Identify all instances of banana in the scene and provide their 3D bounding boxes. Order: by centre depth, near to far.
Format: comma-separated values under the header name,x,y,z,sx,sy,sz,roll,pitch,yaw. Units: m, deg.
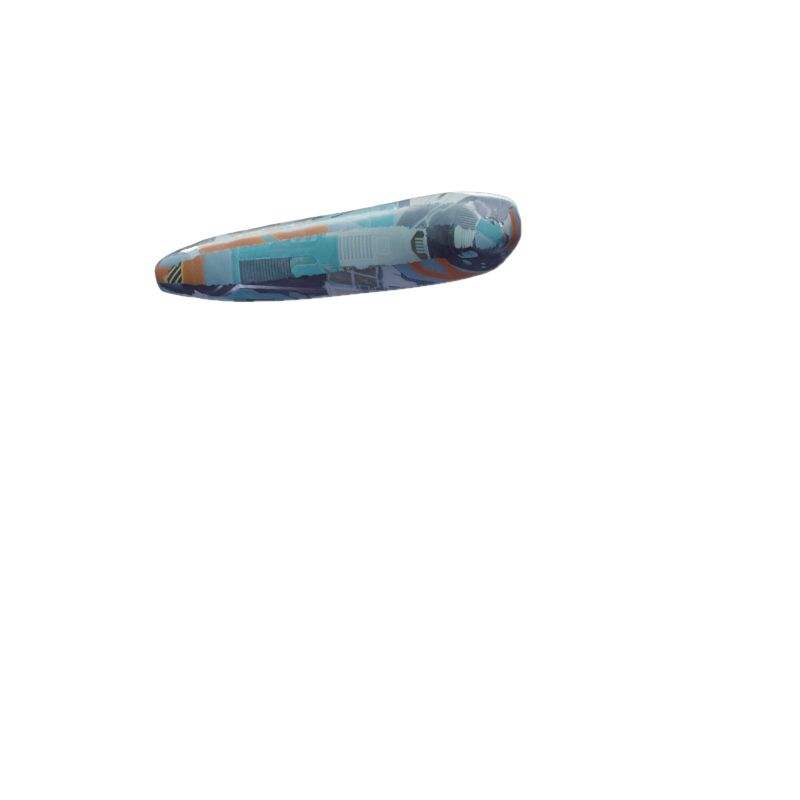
name,x,y,z,sx,sy,sz,roll,pitch,yaw
banana,-0.021,-0.066,0.475,0.204,0.037,0.066,-3,-5,42
